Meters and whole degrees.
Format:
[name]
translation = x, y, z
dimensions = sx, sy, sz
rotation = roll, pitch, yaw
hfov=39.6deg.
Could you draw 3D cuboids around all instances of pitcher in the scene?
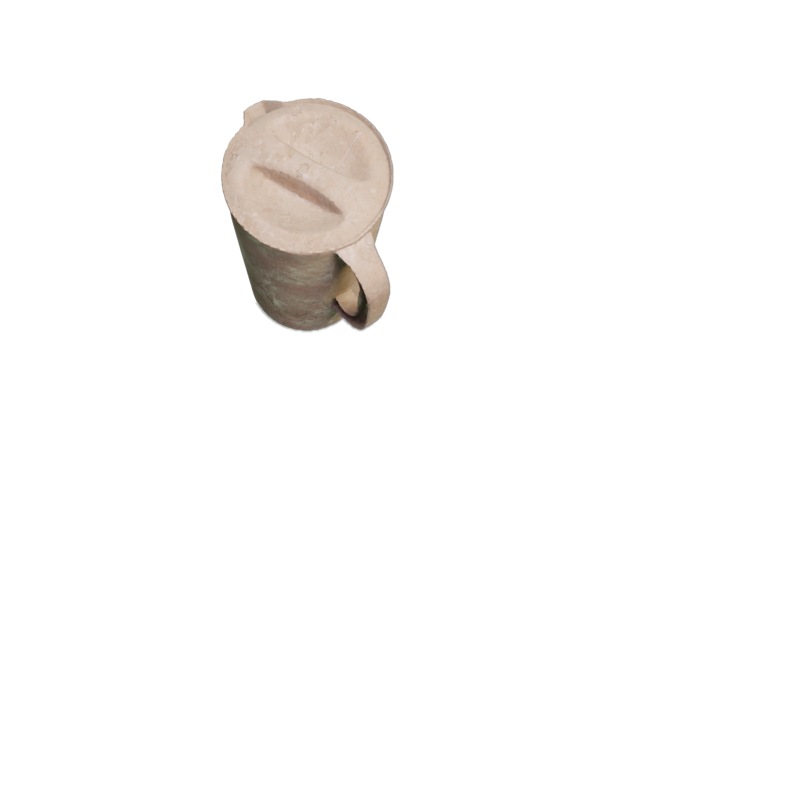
[pitcher]
translation = -0.074, -0.136, 0.952
dimensions = 0.145, 0.155, 0.233
rotation = 11, -18, 0
